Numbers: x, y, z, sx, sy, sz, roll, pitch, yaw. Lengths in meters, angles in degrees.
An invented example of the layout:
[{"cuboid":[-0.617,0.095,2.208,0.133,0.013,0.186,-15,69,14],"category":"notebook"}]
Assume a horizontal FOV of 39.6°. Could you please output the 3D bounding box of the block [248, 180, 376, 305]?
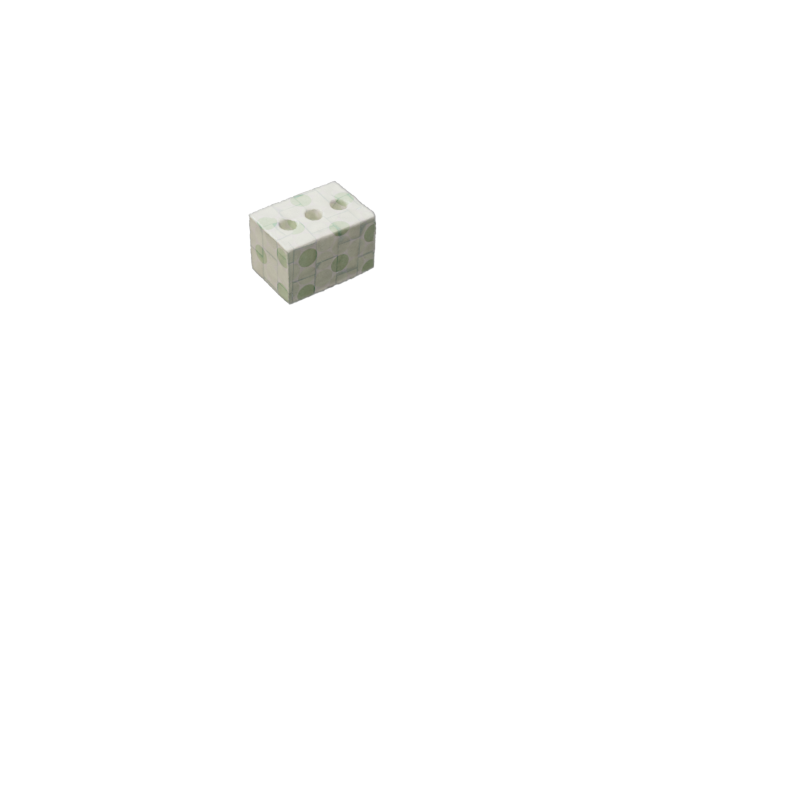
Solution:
[{"cuboid":[-0.063,-0.114,0.801,0.077,0.048,0.057,-26,49,-27],"category":"block"}]
